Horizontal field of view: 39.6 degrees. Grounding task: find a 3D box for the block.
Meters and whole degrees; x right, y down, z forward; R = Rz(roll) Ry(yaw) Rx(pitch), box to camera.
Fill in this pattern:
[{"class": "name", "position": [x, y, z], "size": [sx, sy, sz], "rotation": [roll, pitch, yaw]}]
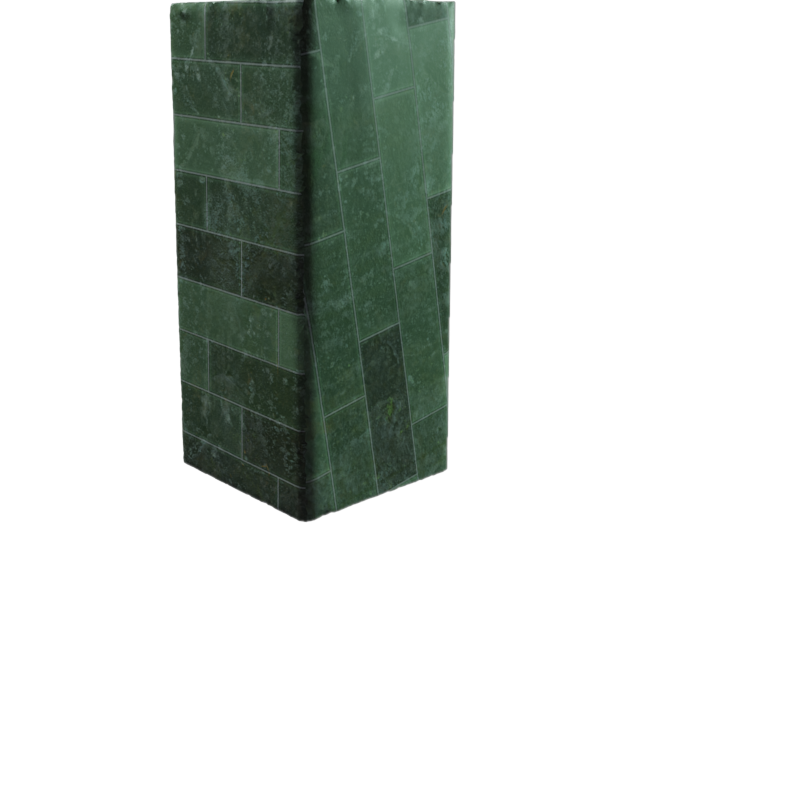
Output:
[{"class": "block", "position": [-0.039, -0.069, 0.485], "size": [0.088, 0.200, 0.096], "rotation": [-11, 17, -42]}]
